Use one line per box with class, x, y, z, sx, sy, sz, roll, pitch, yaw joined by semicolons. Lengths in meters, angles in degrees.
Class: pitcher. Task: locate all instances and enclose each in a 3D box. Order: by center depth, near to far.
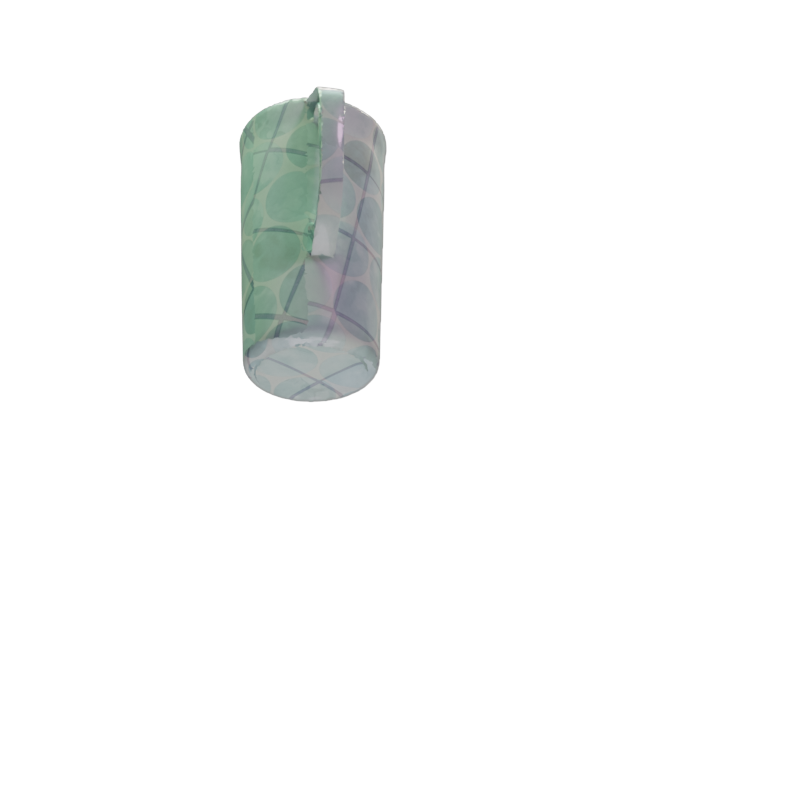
pitcher;-0.073;-0.132;0.928;0.146;0.260;0.138;-21;-38;26
